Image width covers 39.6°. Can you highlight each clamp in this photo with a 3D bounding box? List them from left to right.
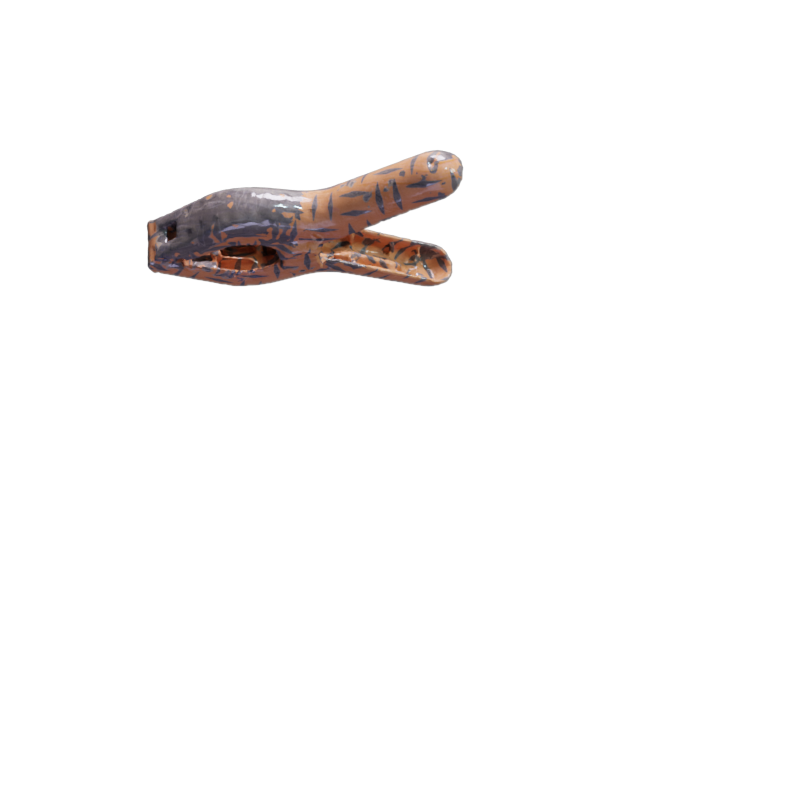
[{"bbox_3d":[-0.047,-0.085,0.598,0.173,0.042,0.112,-5,-28,9],"label":"clamp"}]
